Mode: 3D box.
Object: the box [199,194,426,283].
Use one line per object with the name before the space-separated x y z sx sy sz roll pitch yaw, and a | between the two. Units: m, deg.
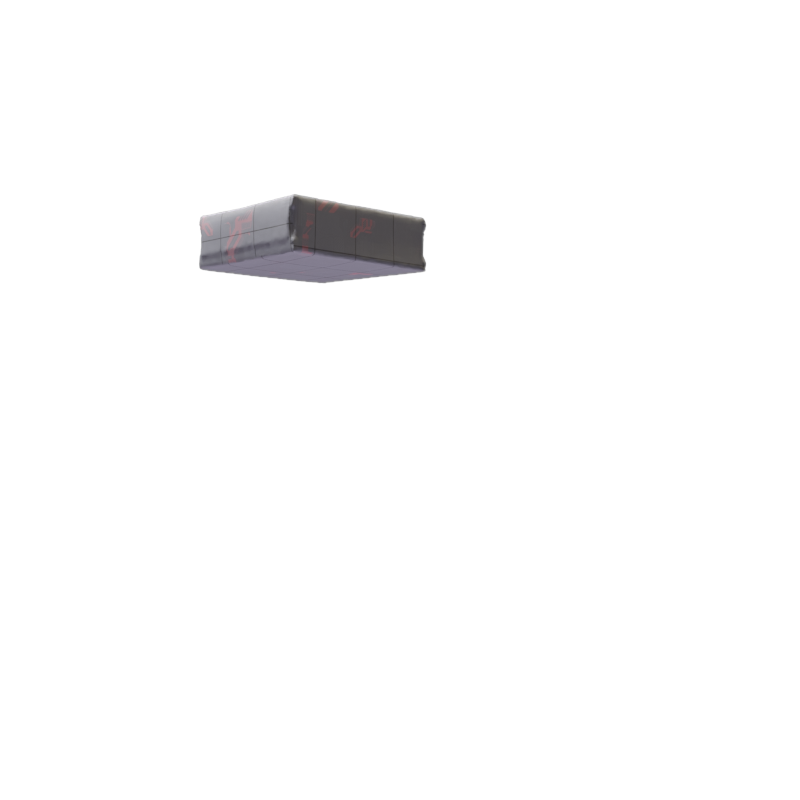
box | -0.043 -0.078 0.547 0.085 0.031 0.075 2 -3 -43
